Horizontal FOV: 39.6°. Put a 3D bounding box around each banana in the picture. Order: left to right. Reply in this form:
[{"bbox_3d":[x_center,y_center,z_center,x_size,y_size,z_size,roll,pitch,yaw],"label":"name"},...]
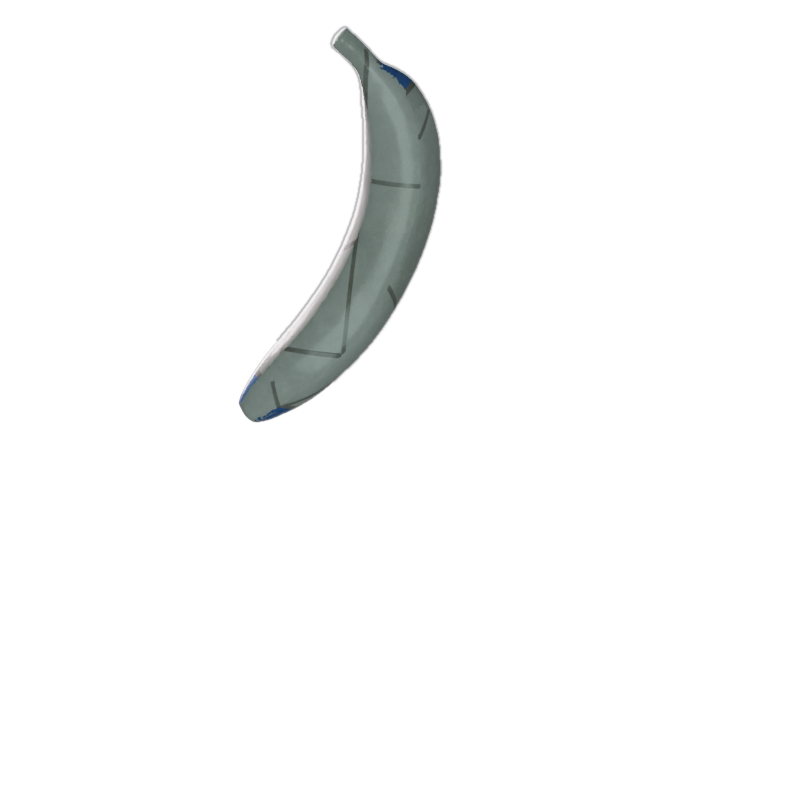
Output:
[{"bbox_3d":[-0.023,-0.075,0.534,0.069,0.192,0.038,15,15,-5],"label":"banana"}]
